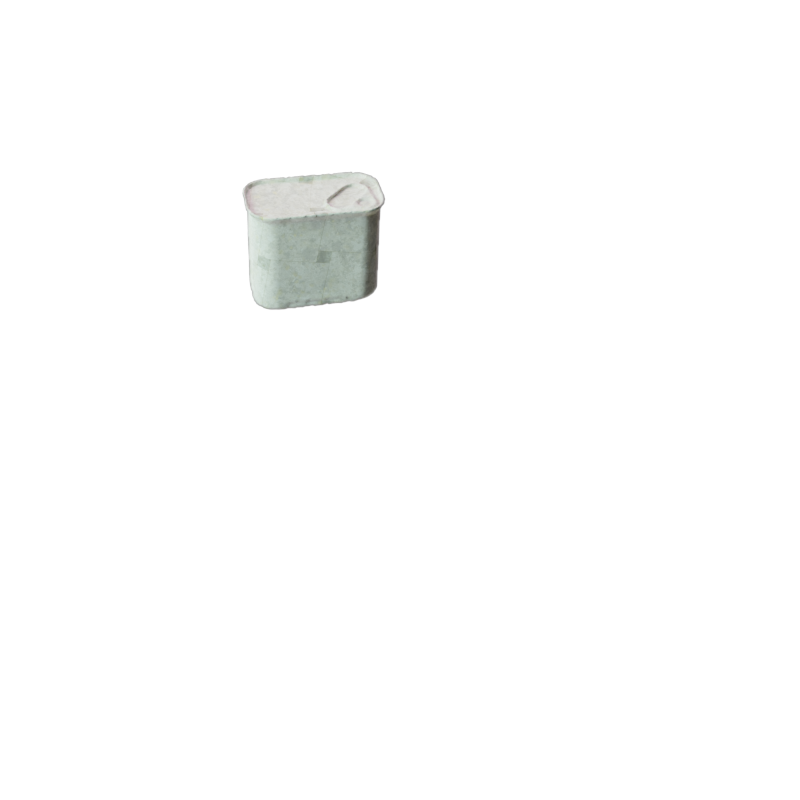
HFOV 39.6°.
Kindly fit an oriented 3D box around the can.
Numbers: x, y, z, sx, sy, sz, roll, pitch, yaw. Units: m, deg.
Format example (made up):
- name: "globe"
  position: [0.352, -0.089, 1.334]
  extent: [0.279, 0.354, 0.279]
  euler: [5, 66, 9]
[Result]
- name: "can"
  position: [-0.065, -0.119, 0.830]
  extent: [0.101, 0.078, 0.062]
  euler: [-6, 37, -10]
